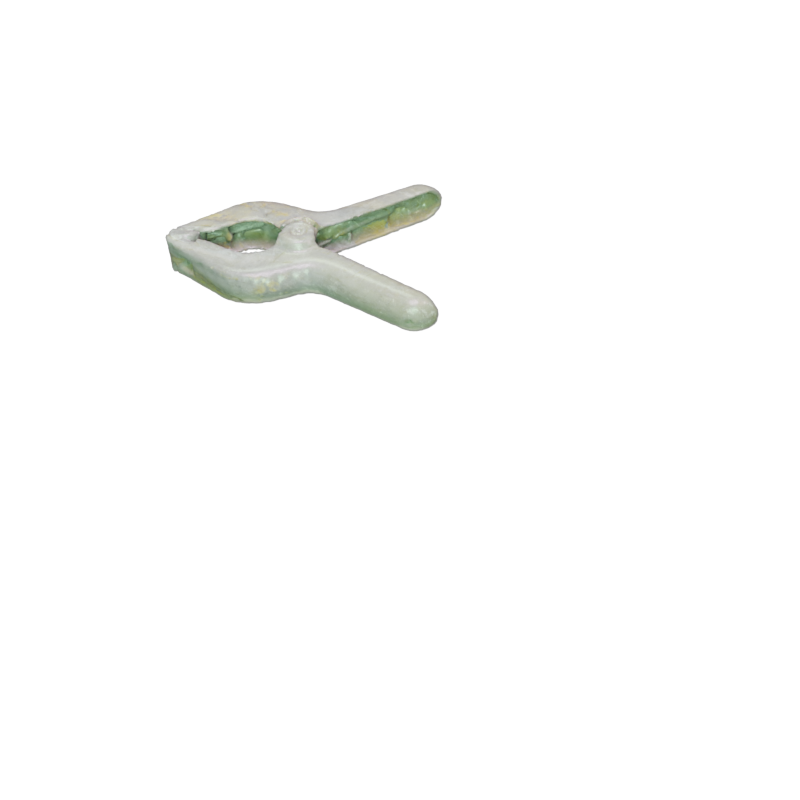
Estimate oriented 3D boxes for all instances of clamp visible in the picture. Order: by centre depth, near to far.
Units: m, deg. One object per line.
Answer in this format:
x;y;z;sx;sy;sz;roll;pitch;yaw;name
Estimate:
-0.053;-0.097;0.678;0.175;0.037;0.126;9;40;11;clamp
